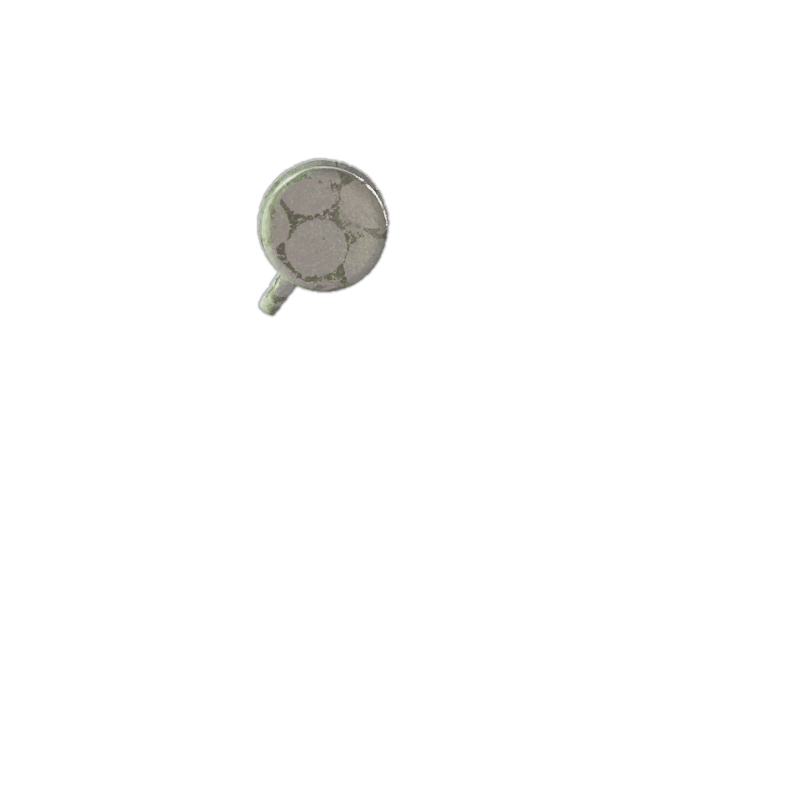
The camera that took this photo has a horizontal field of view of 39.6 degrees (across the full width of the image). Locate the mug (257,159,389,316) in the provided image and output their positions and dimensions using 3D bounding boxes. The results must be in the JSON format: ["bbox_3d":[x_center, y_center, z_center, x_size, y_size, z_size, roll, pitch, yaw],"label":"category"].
[{"bbox_3d":[-0.059,-0.107,0.750,0.092,0.117,0.083,37,4,-6],"label":"mug"}]
